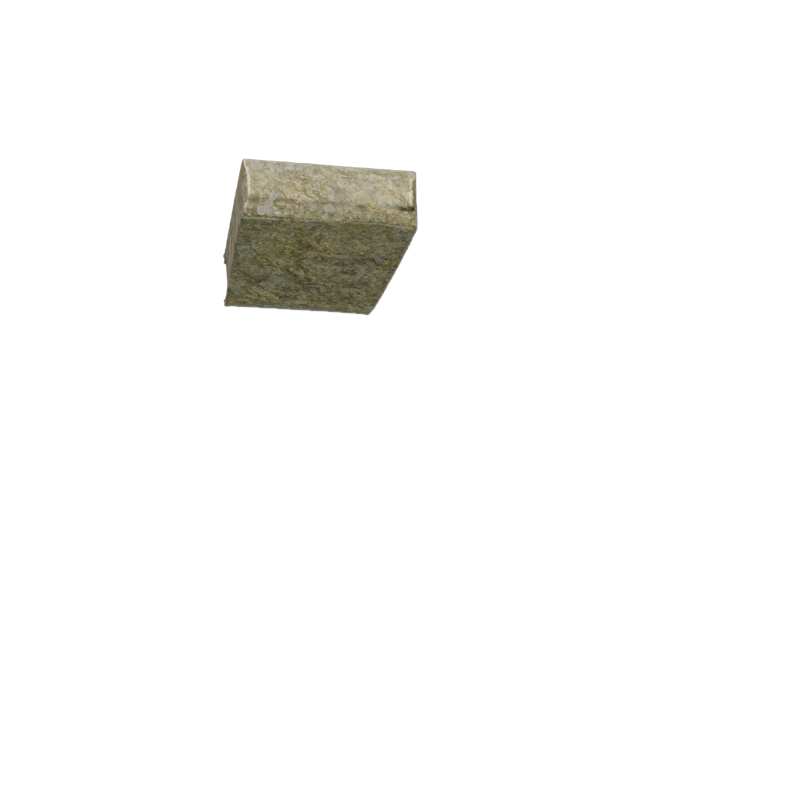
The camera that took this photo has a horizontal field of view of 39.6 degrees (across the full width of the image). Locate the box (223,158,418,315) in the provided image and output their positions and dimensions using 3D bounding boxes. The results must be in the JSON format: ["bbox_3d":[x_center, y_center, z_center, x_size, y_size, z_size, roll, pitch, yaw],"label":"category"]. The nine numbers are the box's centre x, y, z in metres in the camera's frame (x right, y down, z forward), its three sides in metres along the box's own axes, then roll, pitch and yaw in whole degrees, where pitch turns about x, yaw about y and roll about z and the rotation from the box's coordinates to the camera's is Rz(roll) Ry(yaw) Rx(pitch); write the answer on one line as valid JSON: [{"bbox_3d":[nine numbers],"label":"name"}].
[{"bbox_3d":[-0.046,-0.085,0.595,0.088,0.041,0.109,4,-24,-11],"label":"box"}]
